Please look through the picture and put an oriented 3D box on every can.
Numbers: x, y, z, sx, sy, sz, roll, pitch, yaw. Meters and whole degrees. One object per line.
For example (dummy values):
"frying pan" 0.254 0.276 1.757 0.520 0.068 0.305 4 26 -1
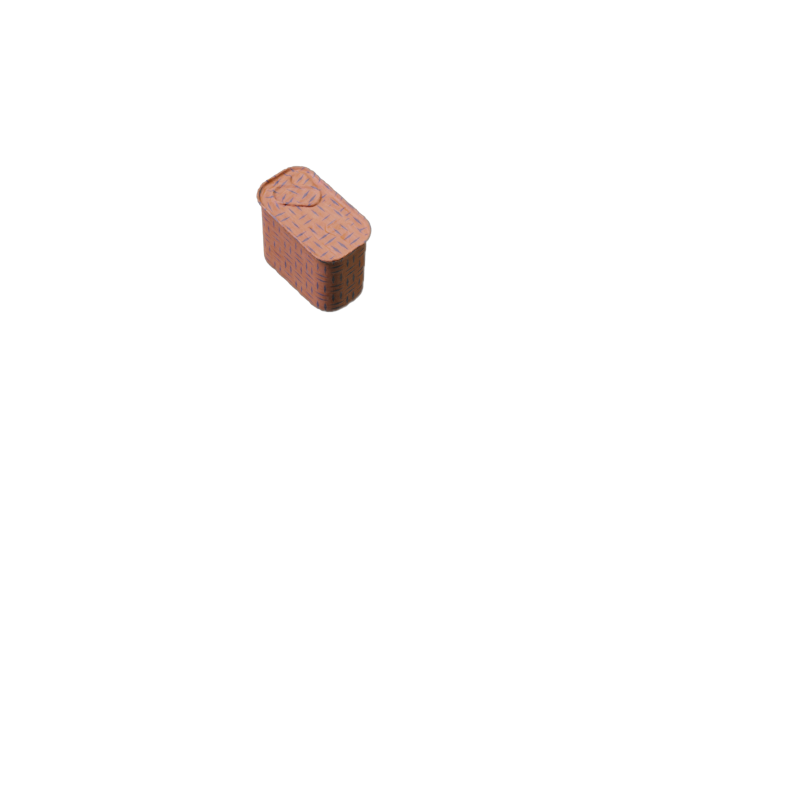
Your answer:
"can" -0.073 -0.134 0.937 0.058 0.108 0.078 -36 -25 -22
